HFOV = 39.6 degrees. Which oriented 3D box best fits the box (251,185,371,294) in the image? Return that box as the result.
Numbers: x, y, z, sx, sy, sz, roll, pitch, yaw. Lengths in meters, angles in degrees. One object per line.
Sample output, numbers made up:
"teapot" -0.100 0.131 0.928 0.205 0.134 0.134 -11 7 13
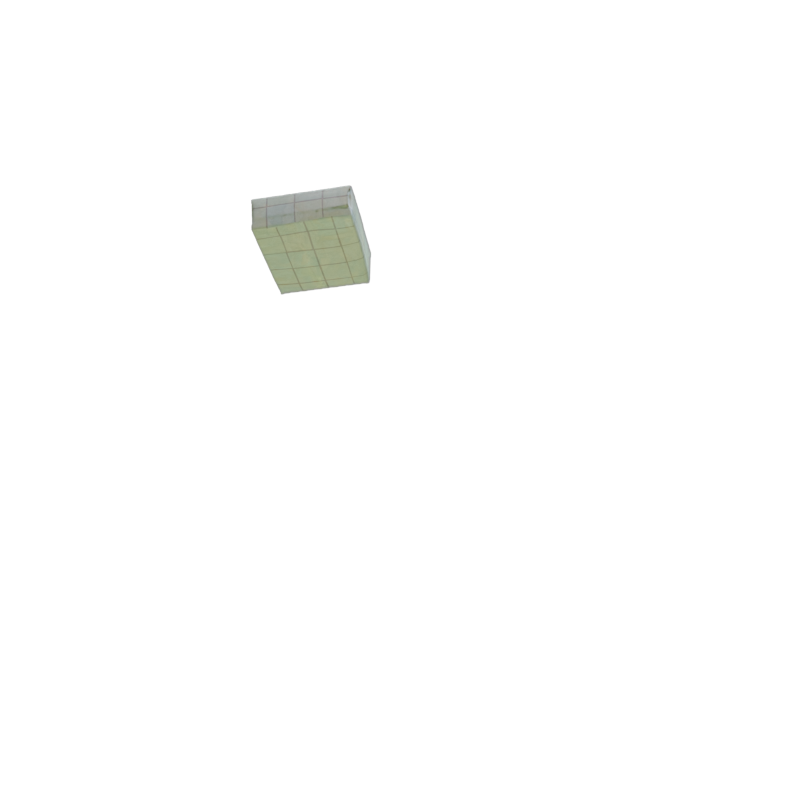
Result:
"box" -0.078 -0.142 0.996 0.091 0.041 0.105 -5 -31 8
